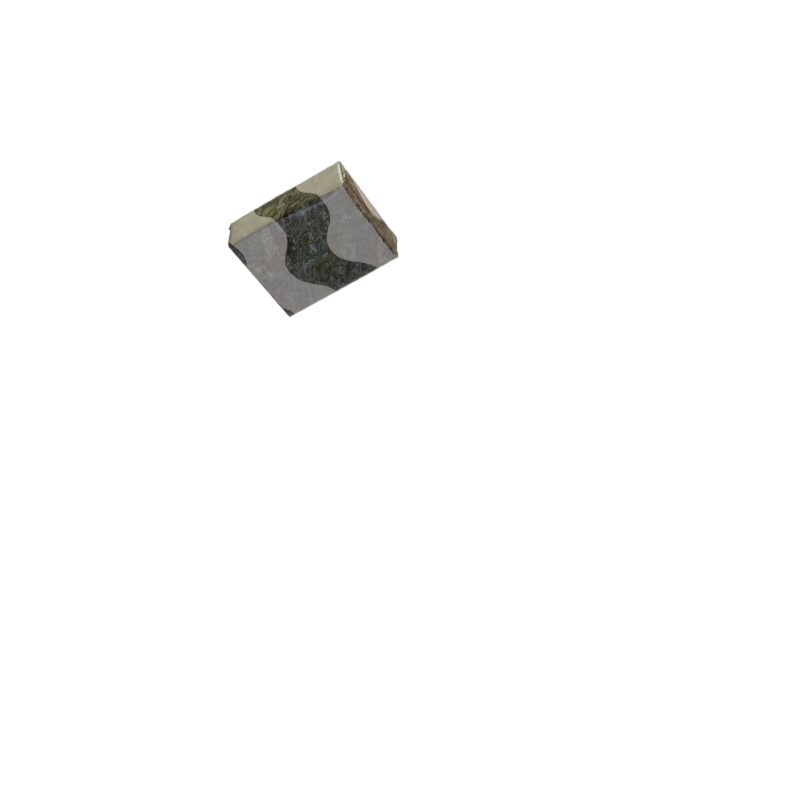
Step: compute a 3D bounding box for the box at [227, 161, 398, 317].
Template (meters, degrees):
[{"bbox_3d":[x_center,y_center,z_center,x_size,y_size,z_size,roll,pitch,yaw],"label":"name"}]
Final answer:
[{"bbox_3d":[-0.072,-0.130,0.913,0.114,0.084,0.042,-26,35,19],"label":"box"}]
